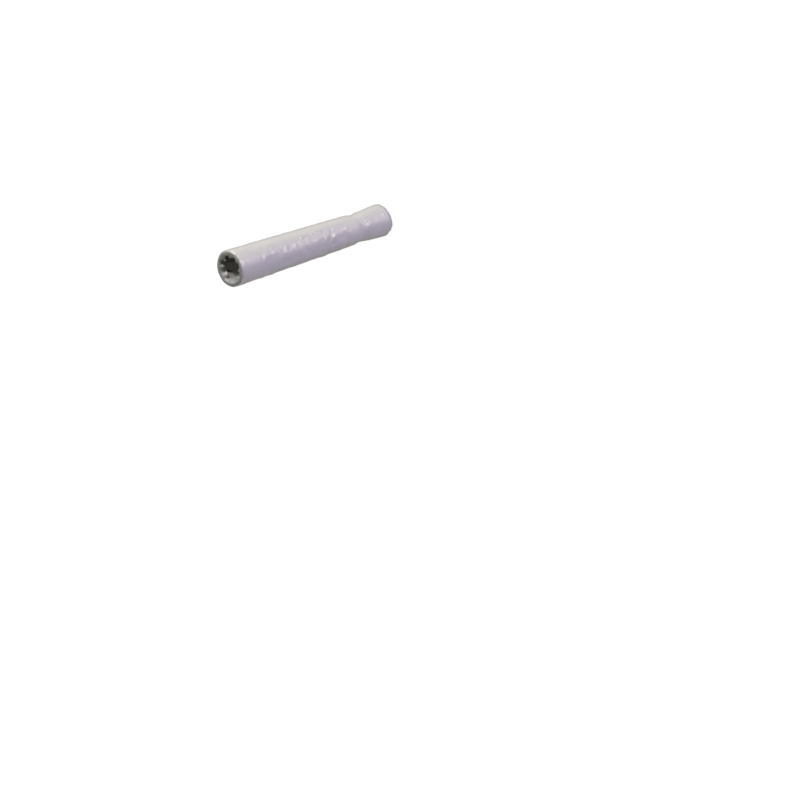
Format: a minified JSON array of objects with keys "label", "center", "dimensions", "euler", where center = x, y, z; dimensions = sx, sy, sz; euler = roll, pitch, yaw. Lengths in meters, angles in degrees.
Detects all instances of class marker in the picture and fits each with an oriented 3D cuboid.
[{"label":"marker","center":[-0.046,-0.083,0.582],"dimensions":[0.021,0.019,0.120],"euler":[3,21,41]}]
